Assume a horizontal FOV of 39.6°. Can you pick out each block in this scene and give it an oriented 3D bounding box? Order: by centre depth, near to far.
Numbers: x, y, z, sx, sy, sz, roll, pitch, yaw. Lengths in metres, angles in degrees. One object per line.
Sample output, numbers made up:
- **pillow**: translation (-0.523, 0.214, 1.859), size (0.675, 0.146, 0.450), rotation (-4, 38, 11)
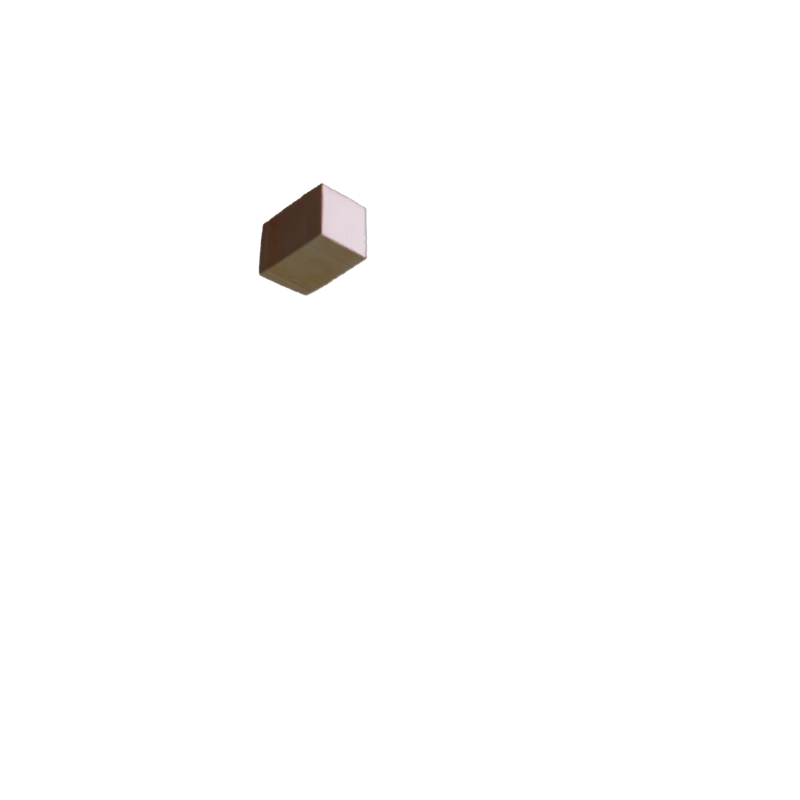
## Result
- **block**: translation (-0.071, -0.129, 0.907), size (0.049, 0.055, 0.078), rotation (26, -40, -37)
